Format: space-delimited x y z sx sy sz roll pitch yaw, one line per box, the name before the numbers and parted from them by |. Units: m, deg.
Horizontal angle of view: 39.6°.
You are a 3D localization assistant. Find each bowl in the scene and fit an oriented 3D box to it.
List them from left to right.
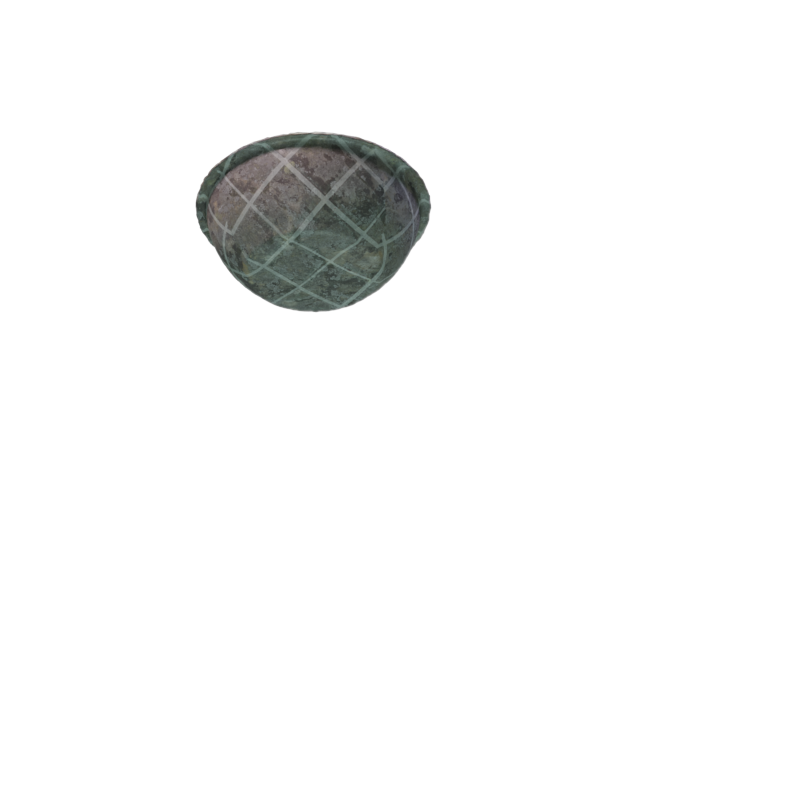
bowl | -0.059 -0.107 0.748 0.162 0.059 0.152 1 -32 -2
